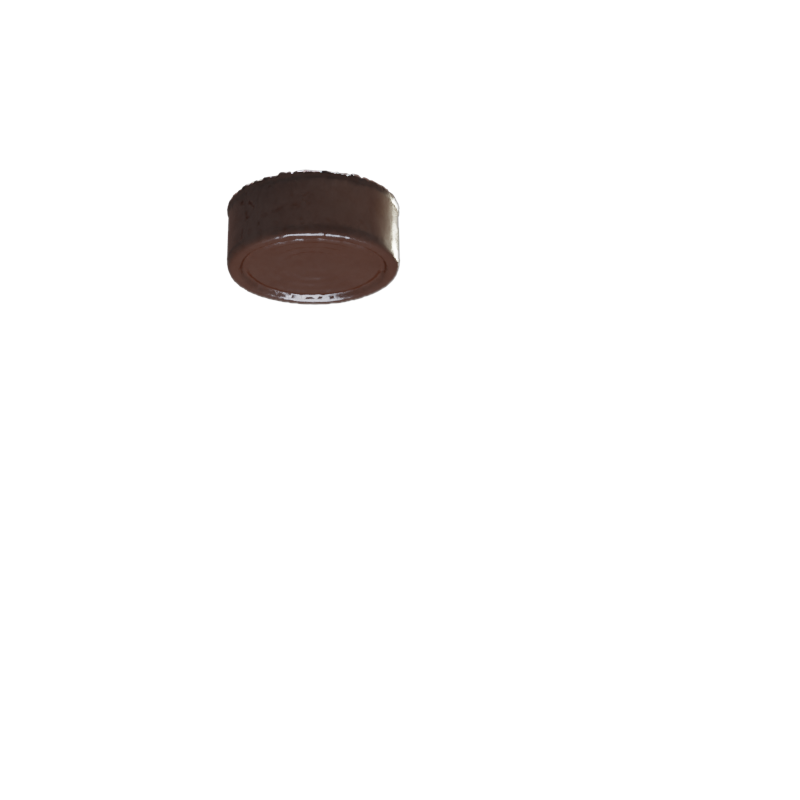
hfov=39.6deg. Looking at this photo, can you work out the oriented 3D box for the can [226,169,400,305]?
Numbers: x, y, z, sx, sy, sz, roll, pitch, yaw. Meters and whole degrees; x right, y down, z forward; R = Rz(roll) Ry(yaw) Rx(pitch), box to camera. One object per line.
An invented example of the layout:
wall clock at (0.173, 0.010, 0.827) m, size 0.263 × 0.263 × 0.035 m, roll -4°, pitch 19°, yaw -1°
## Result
can at (-0.043, -0.078, 0.545) m, size 0.086 × 0.035 × 0.082 m, roll 0°, pitch -20°, yaw -2°
